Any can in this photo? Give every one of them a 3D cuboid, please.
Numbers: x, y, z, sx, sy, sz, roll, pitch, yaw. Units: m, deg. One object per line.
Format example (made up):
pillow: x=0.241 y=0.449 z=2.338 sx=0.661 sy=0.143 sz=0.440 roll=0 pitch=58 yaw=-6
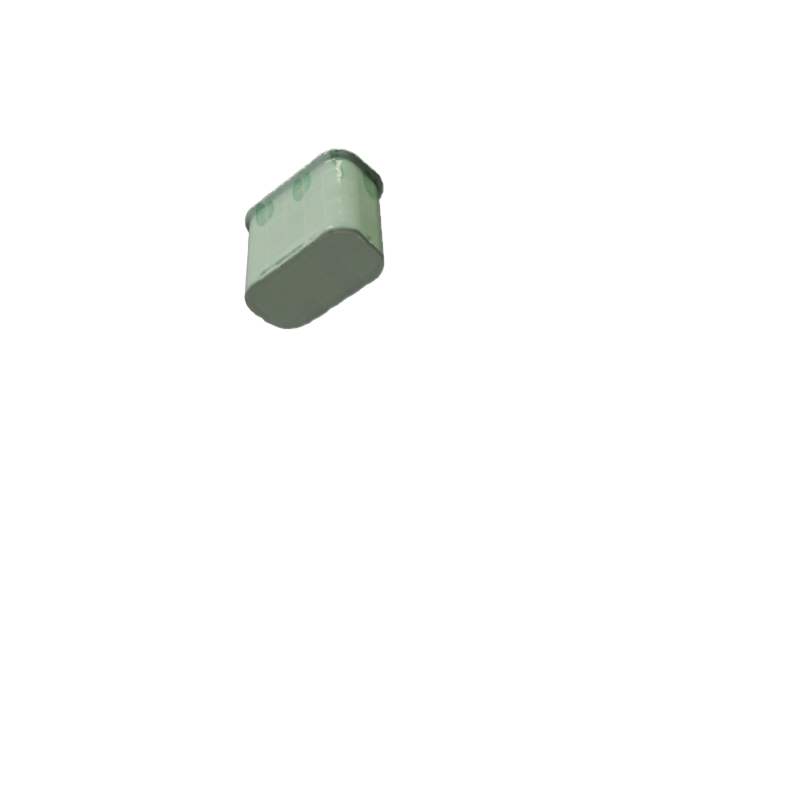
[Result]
can: x=-0.058 y=-0.107 z=0.746 sx=0.101 sy=0.090 sz=0.054 roll=-33 pitch=-53 yaw=26
